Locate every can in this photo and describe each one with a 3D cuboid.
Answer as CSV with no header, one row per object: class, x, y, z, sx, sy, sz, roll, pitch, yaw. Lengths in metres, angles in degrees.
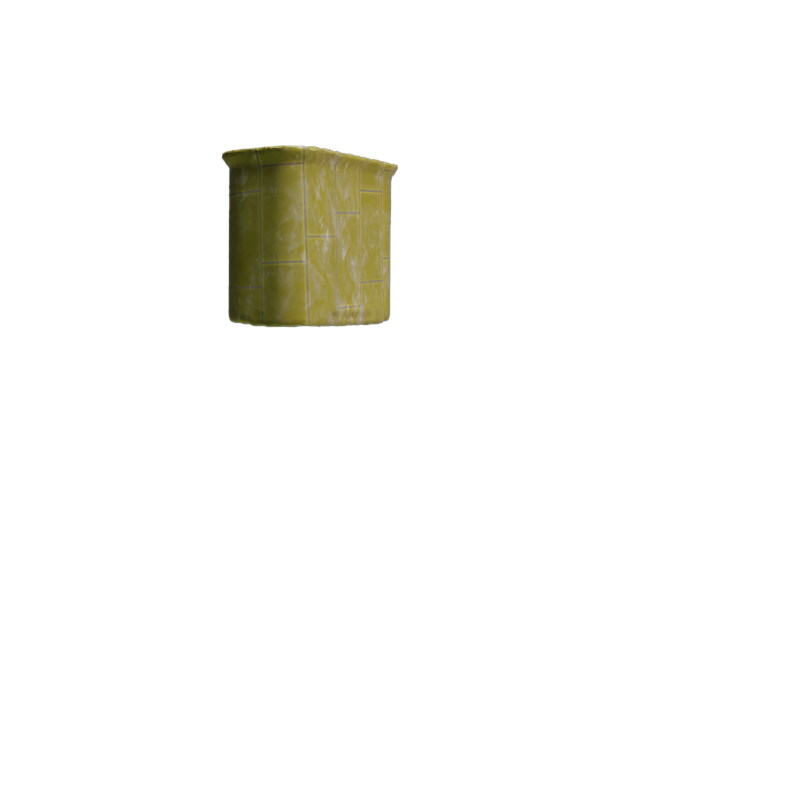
can,-0.044,-0.080,0.557,0.059,0.084,0.098,0,2,30
